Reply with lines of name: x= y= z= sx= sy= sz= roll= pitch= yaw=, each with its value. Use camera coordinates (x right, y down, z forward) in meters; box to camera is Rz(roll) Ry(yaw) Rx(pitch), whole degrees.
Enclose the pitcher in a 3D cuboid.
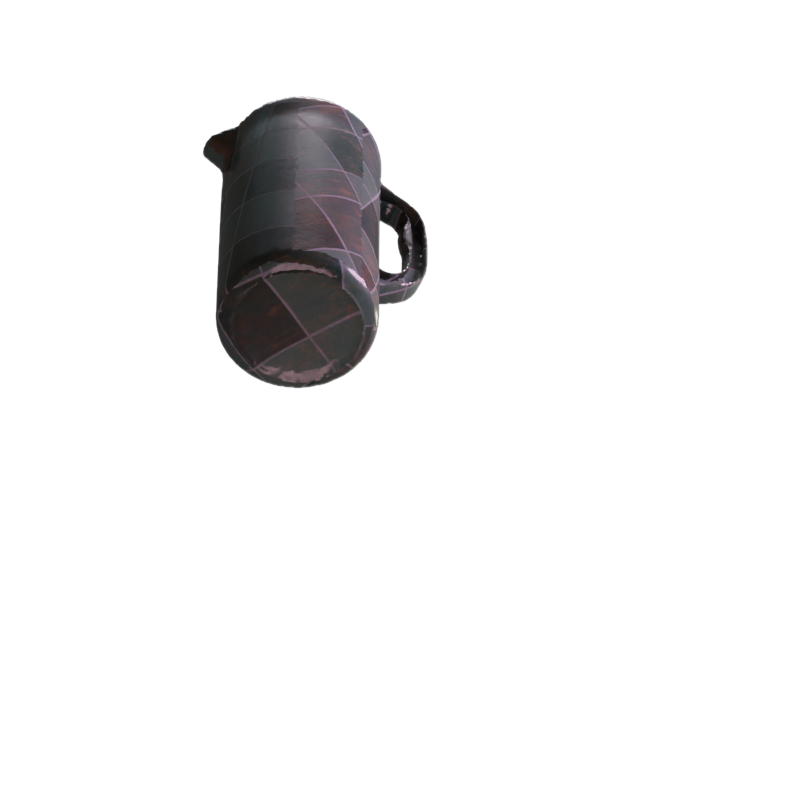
pitcher: x=-0.065 y=-0.118 z=0.827 sx=0.150 sy=0.135 sz=0.259 roll=-18 pitch=34 yaw=9
